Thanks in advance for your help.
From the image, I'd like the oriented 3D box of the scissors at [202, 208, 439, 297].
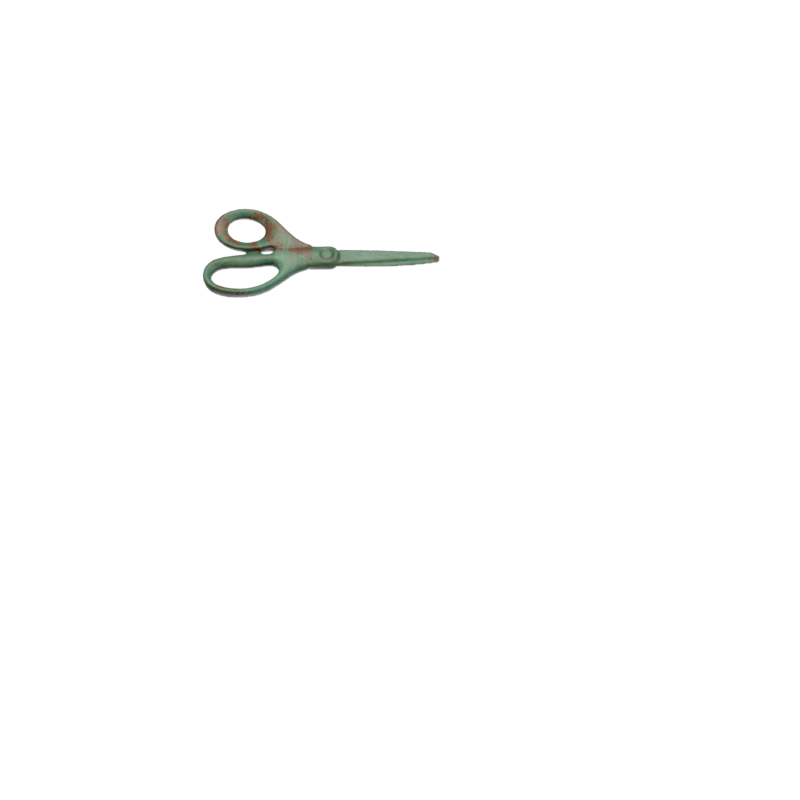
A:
[{"bbox_3d":[-0.076,-0.138,0.969,0.200,0.103,0.015,-14,-30,-8],"label":"scissors"}]
